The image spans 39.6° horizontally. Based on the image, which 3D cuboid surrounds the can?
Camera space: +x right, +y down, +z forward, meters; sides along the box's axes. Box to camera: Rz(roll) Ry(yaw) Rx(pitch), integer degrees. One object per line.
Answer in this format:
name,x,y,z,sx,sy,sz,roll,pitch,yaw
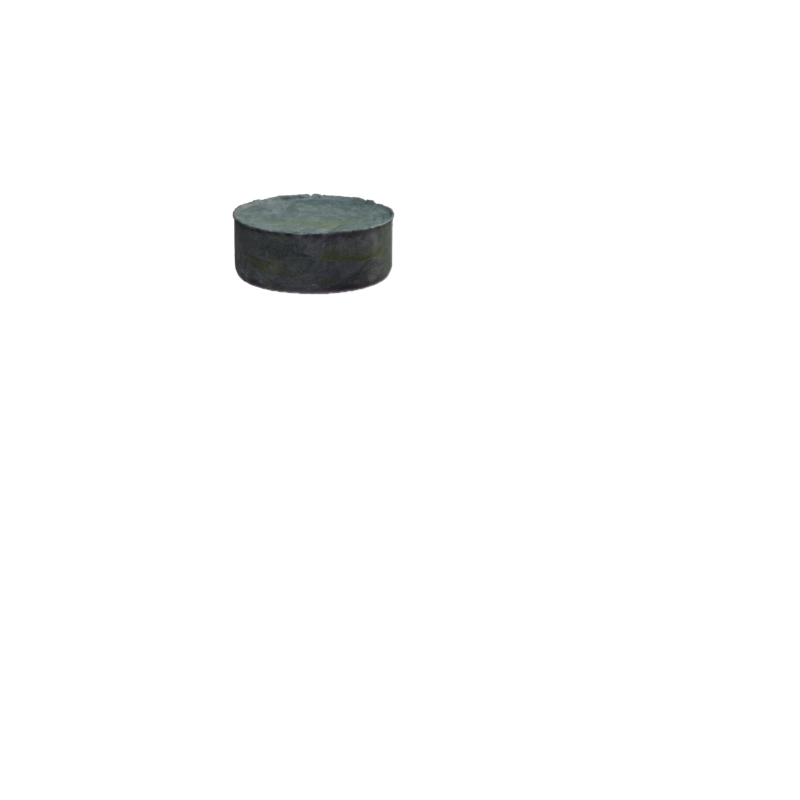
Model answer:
can,-0.046,-0.084,0.592,0.086,0.032,0.090,-1,22,-2
